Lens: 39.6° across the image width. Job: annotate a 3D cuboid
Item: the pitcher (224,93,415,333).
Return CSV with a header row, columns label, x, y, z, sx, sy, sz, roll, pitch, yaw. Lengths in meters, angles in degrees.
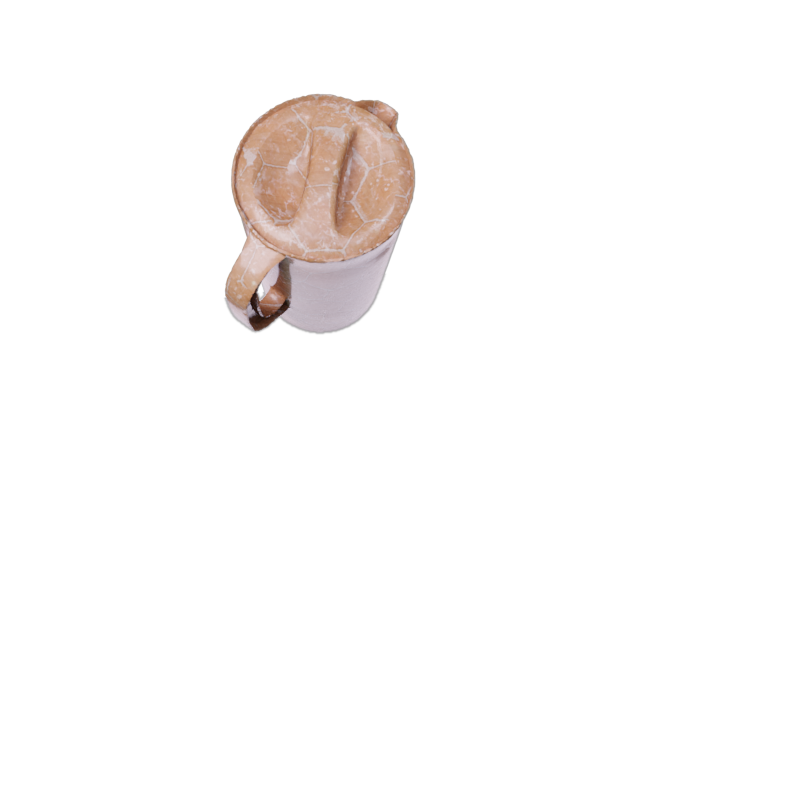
label,x,y,z,sx,sy,sz,roll,pitch,yaw
pitcher,-0.071,-0.129,0.903,0.148,0.152,0.233,-8,-15,-5
